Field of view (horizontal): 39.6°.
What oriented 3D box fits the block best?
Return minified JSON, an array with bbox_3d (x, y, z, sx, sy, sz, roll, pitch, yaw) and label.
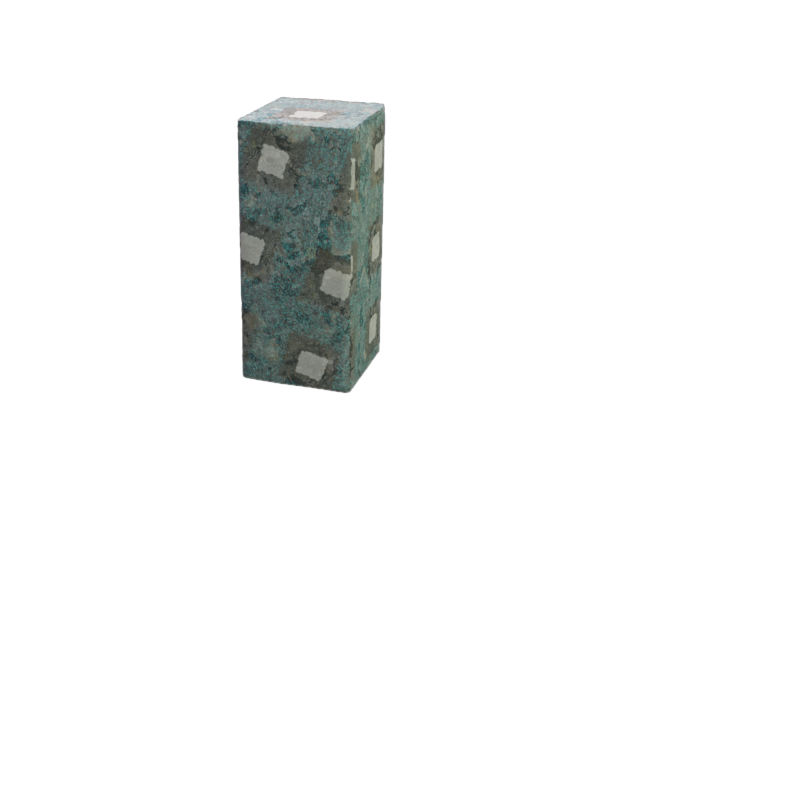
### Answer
[{"bbox_3d":[-0.067,-0.122,0.857,0.093,0.197,0.092,7,21,16],"label":"block"}]
